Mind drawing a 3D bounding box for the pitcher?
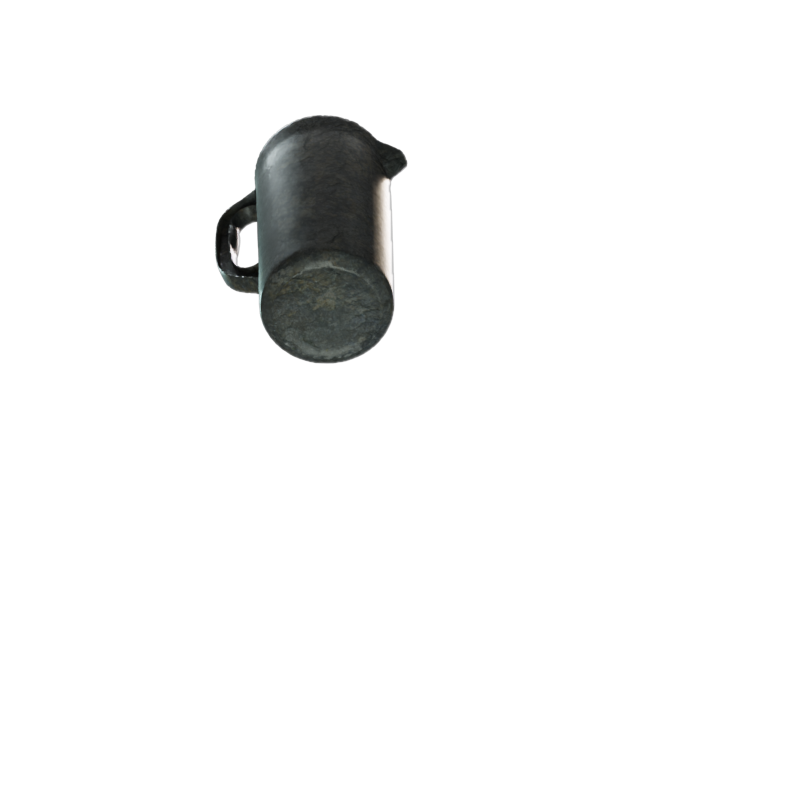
[{"bbox_3d":[-0.076,-0.139,0.976,0.141,0.144,0.259,21,31,-17],"label":"pitcher"}]
